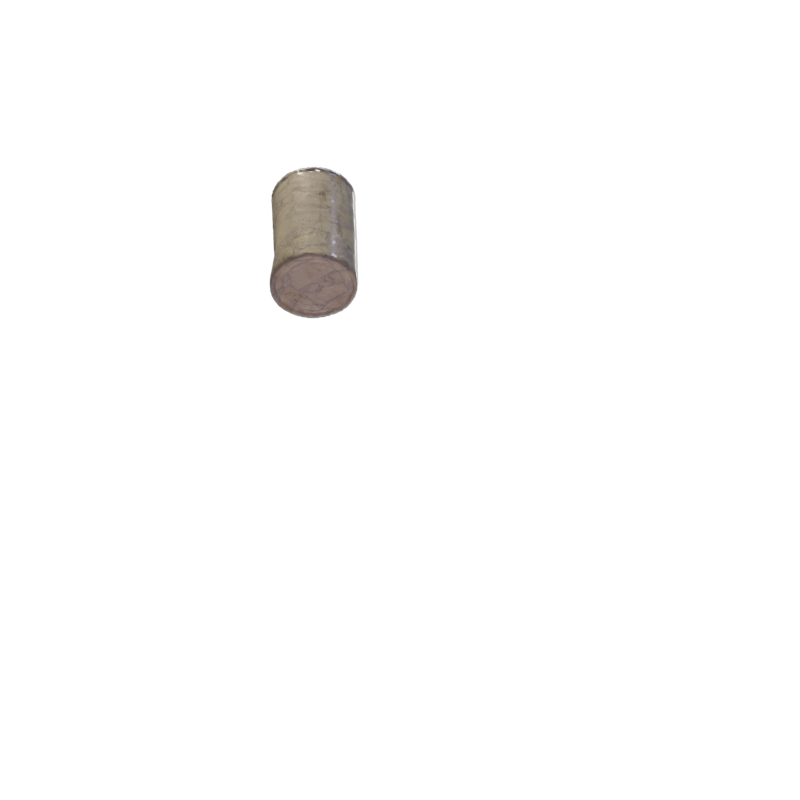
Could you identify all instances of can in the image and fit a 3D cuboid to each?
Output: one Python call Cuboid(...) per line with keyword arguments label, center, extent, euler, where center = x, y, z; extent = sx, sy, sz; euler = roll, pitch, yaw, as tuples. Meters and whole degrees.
Cuboid(label="can", center=(-0.067, -0.122, 0.858), extent=(0.068, 0.110, 0.064), euler=(-1, -43, -3))
